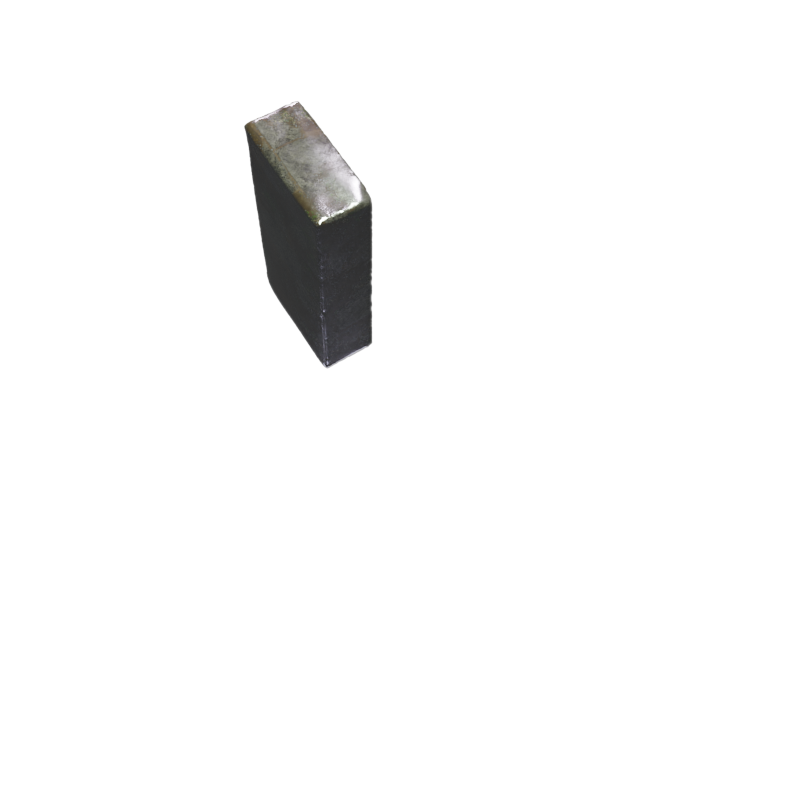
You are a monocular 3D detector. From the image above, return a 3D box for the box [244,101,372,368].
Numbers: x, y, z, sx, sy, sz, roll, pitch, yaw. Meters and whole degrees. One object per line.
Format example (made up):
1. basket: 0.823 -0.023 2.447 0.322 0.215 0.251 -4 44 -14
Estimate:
1. box: -0.057 -0.105 0.732 0.048 0.100 0.165 -26 -25 -17
